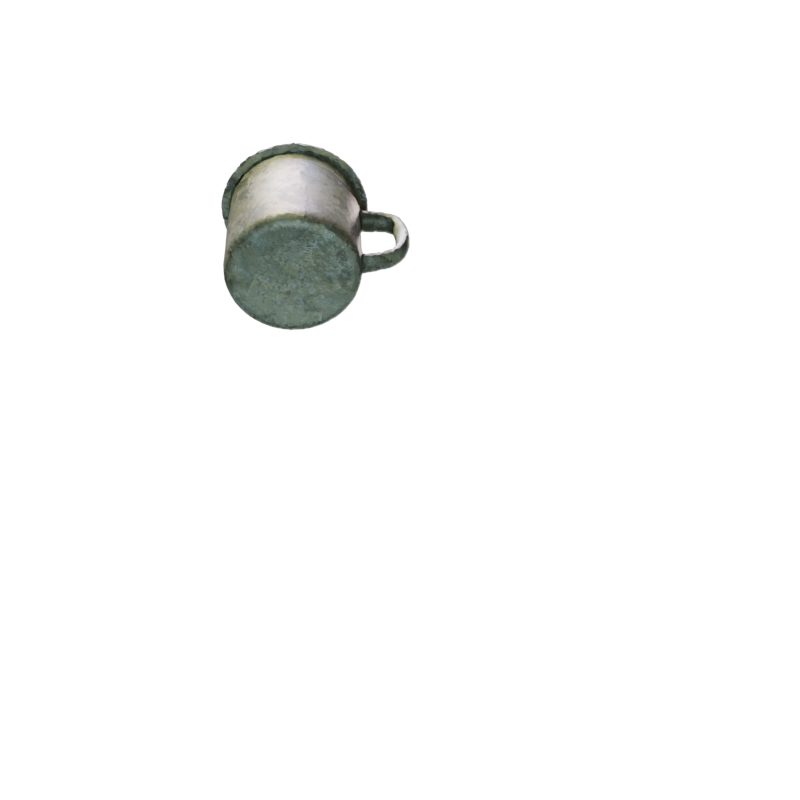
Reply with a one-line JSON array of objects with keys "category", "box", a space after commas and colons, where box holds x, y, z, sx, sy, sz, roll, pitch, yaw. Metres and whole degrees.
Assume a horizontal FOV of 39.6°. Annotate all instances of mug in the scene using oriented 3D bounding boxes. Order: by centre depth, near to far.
[{"category": "mug", "box": [-0.053, -0.096, 0.674, 0.117, 0.088, 0.087, 3, 35, -4]}]
